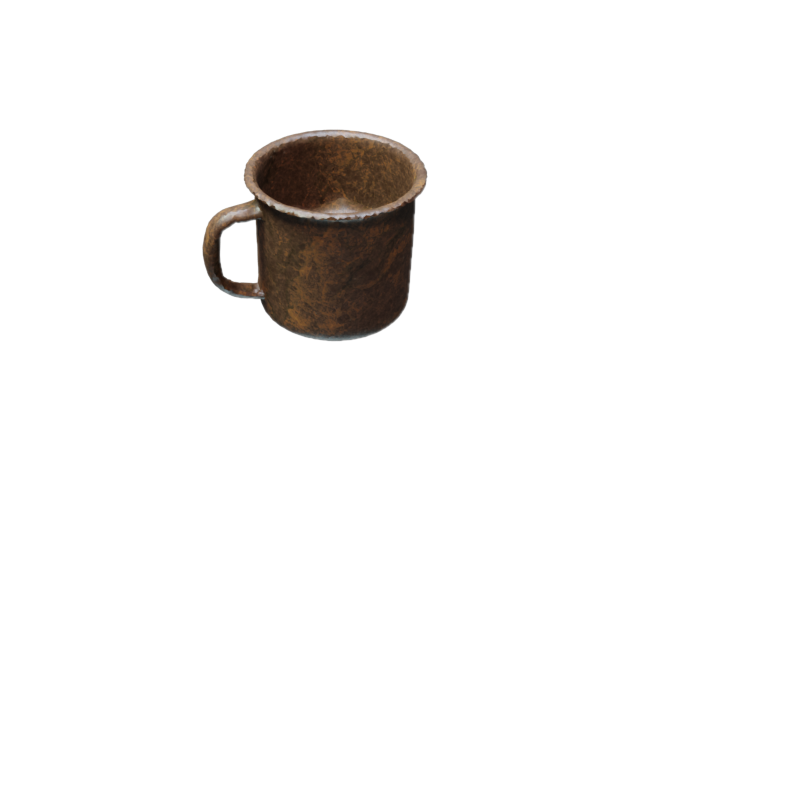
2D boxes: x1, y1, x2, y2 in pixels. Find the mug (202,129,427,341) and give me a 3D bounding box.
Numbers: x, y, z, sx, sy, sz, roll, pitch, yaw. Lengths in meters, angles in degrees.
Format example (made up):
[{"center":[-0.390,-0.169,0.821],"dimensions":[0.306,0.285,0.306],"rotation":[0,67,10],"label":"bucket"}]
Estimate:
[{"center":[-0.045,-0.083,0.579],"dimensions":[0.115,0.076,0.101],"rotation":[-14,39,-18],"label":"mug"}]
